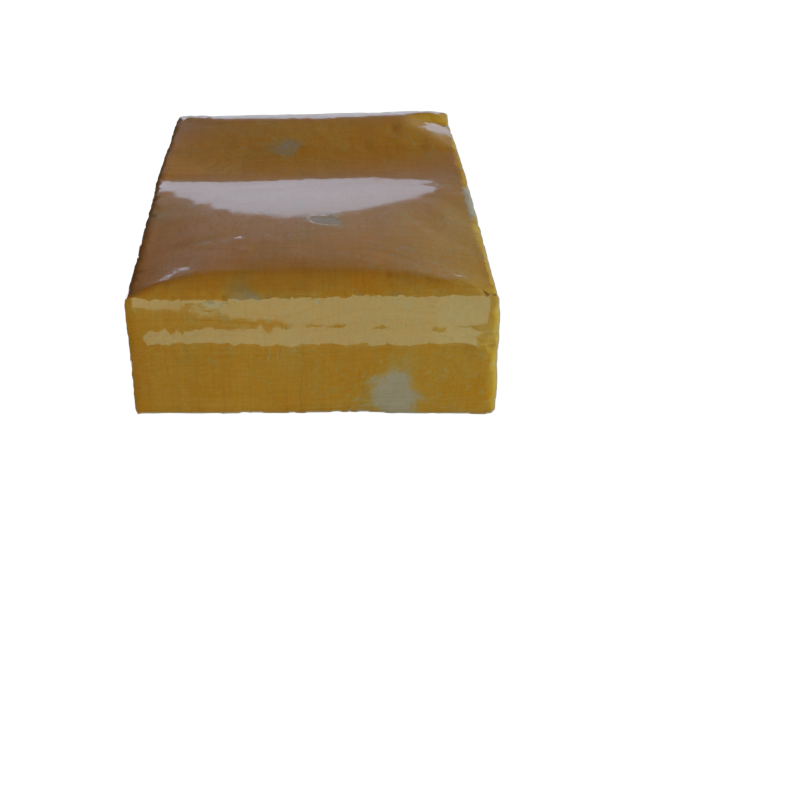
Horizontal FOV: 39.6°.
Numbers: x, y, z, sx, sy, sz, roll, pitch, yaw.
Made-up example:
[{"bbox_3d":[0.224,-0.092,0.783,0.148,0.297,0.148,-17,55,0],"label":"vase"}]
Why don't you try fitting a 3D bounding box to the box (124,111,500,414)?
[{"bbox_3d":[-0.045,-0.082,0.574,0.164,0.067,0.228,-1,34,-2],"label":"box"}]
